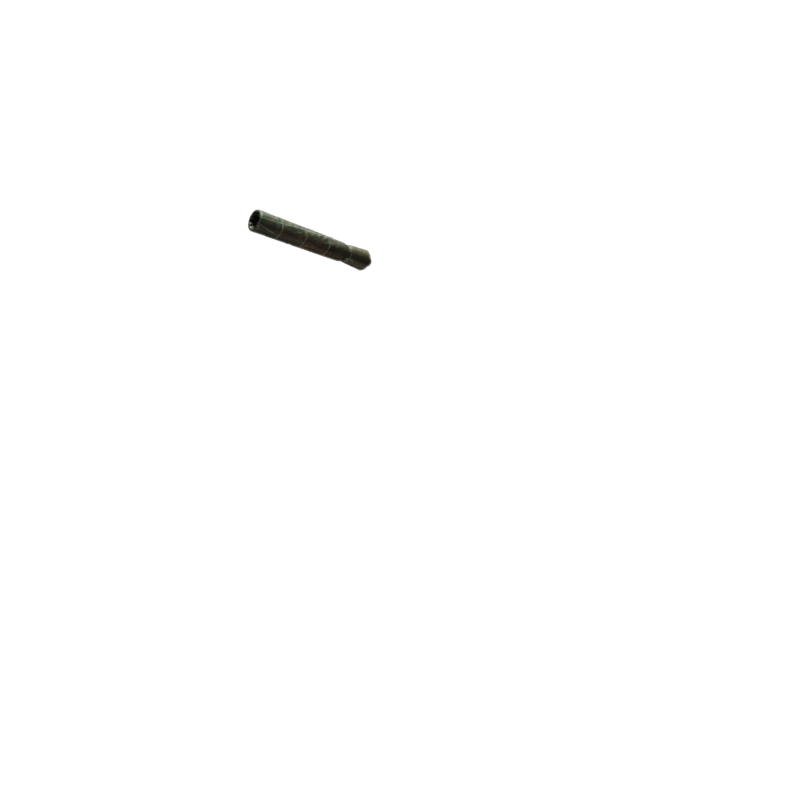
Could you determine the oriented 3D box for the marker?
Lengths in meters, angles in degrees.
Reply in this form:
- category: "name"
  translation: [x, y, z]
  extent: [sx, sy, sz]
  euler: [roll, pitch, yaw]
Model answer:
- category: "marker"
  translation: [-0.073, -0.132, 0.926]
  extent: [0.114, 0.020, 0.021]
  euler: [16, -6, -34]
